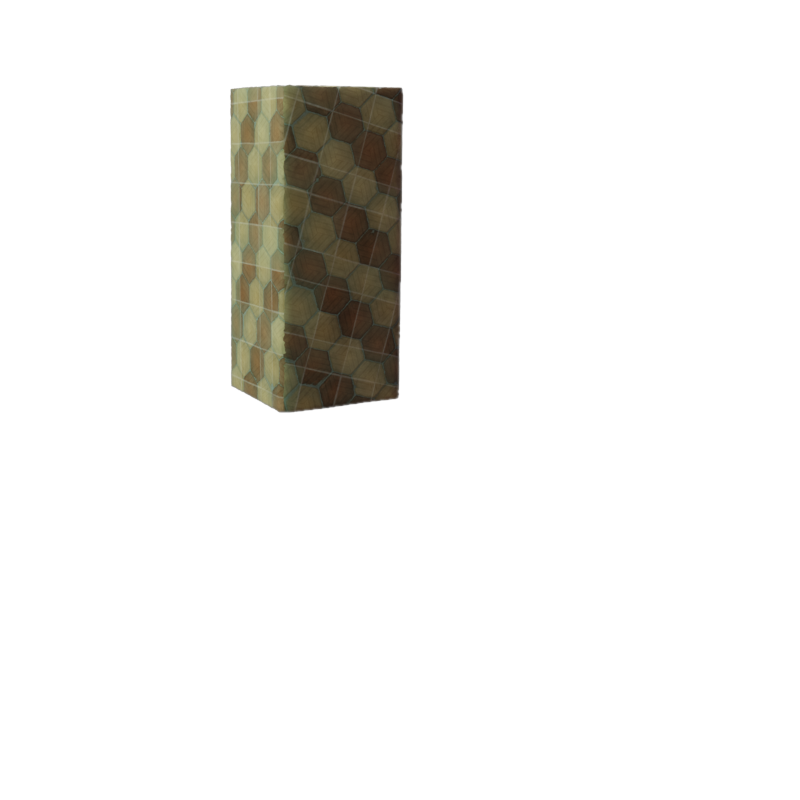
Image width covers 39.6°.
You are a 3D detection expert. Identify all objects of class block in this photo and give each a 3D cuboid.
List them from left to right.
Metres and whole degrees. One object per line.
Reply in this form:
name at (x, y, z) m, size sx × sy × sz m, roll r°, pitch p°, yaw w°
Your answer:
block at (-0.058, -0.106, 0.746) m, size 0.087 × 0.203 × 0.095 m, roll -3°, pitch 8°, yaw -29°
